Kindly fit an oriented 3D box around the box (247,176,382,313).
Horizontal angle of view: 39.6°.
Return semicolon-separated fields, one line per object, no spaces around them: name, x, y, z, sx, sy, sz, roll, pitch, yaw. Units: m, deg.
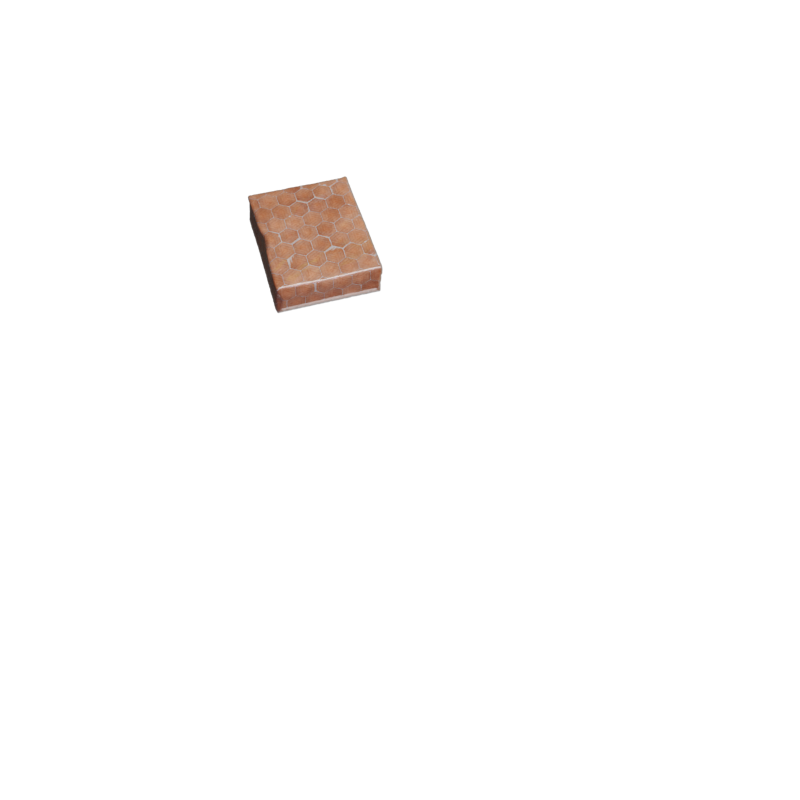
box;-0.060;-0.109;0.759;0.072;0.096;0.028;-13;-35;-10
